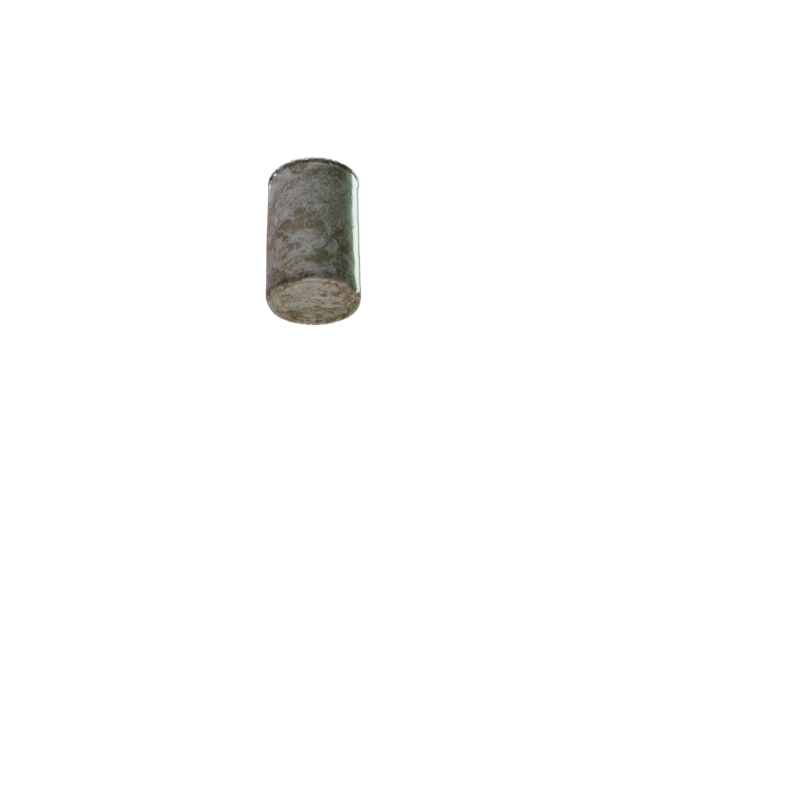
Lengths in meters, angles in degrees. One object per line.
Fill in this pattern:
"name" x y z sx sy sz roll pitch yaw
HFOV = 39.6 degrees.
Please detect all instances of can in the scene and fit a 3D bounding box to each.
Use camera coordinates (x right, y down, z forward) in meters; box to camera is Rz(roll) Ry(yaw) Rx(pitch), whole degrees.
"can" -0.062 -0.114 0.796 0.068 0.109 0.064 0 -30 -2
